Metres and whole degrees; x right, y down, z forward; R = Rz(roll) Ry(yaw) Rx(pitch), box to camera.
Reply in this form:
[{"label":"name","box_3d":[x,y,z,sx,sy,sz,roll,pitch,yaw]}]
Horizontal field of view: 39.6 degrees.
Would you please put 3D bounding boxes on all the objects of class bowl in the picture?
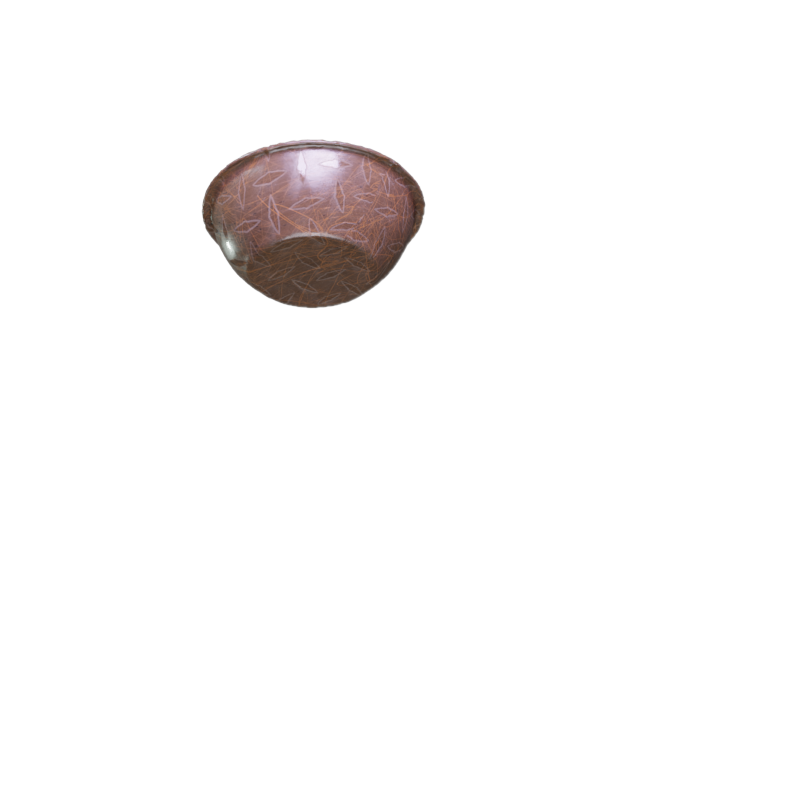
[{"label":"bowl","box_3d":[-0.062,-0.113,0.789,0.162,0.059,0.152,1,-31,-2]}]
